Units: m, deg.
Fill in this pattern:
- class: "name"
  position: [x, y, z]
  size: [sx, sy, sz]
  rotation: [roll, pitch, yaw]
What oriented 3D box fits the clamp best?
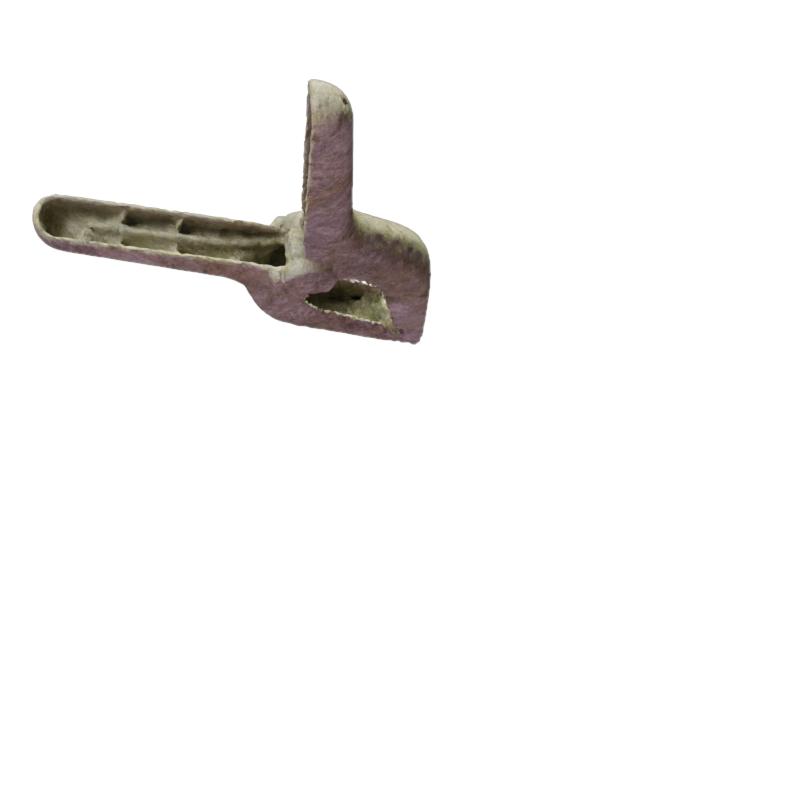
- class: "clamp"
  position: [-0.041, -0.074, 0.521]
  size: [0.166, 0.038, 0.196]
  rotation: [-17, -27, 37]
